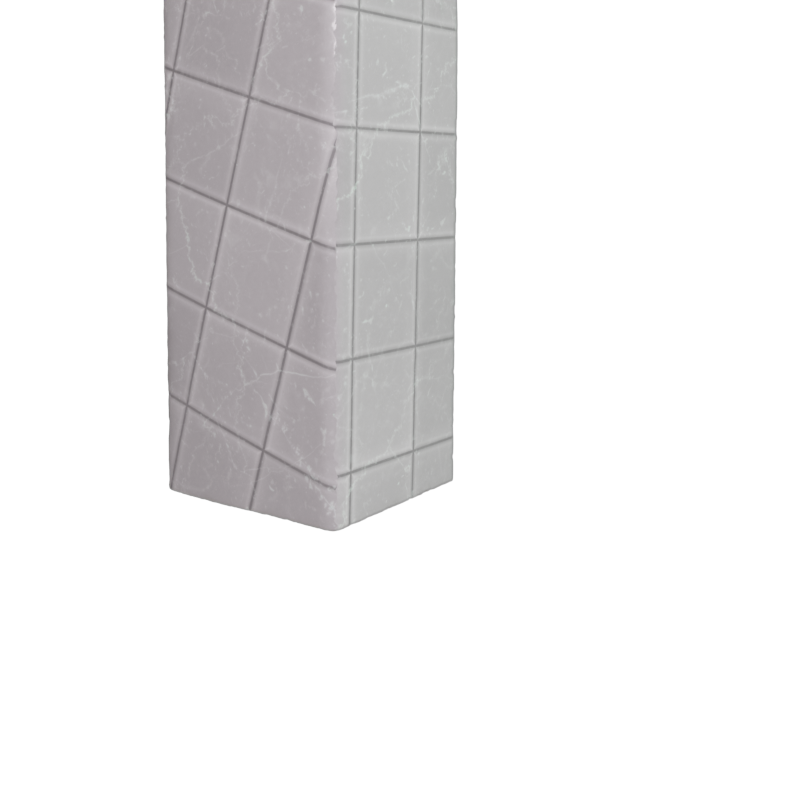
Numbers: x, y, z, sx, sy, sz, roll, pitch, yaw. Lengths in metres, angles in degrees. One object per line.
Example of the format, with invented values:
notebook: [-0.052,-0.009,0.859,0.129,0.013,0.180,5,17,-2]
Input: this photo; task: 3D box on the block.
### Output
block: [-0.036,-0.066,0.461,0.094,0.204,0.088,5,7,36]
